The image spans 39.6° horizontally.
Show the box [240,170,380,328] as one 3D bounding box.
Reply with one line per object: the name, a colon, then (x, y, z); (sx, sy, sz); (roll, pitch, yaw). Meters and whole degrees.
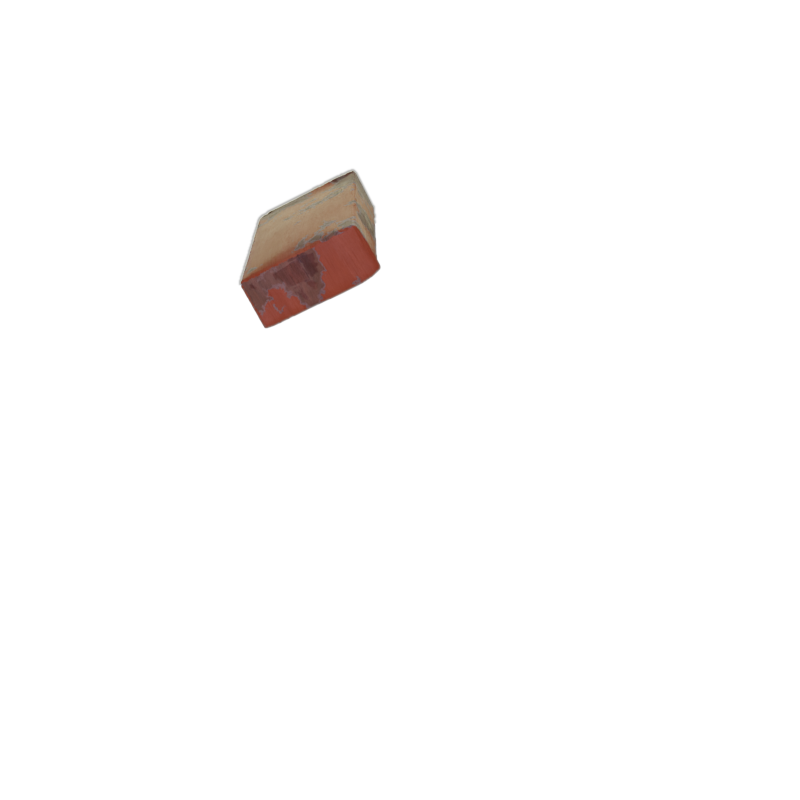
box: (-0.066, -0.120, 0.842); (0.093, 0.046, 0.185); (-26, 24, 8)
